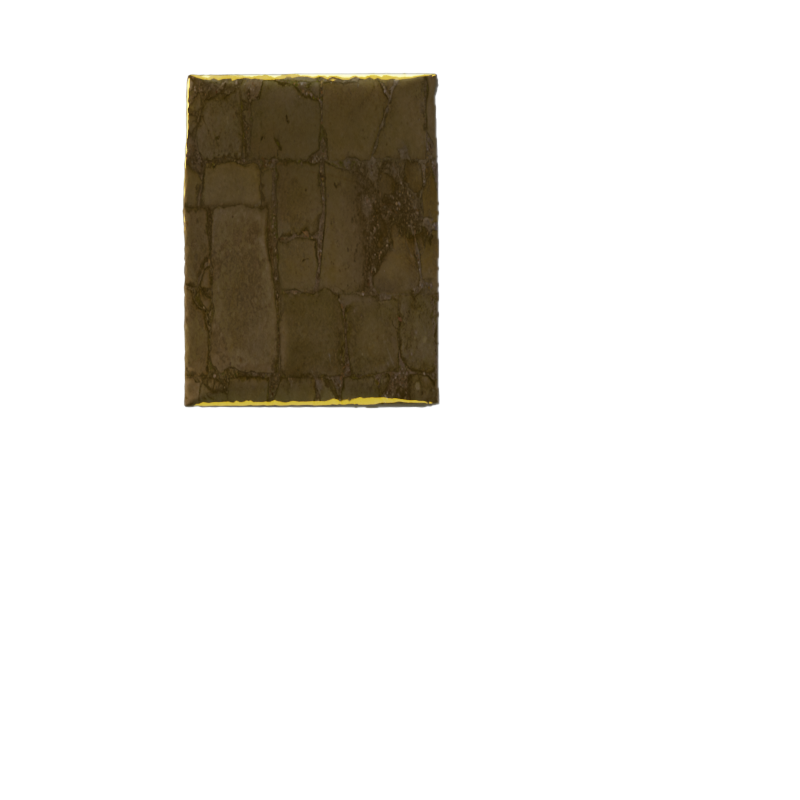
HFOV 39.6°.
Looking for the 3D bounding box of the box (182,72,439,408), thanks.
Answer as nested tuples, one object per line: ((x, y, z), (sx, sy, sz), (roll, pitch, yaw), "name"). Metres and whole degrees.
((-0.057, -0.103, 0.724), (0.164, 0.215, 0.071), (0, -2, 2), "box")
